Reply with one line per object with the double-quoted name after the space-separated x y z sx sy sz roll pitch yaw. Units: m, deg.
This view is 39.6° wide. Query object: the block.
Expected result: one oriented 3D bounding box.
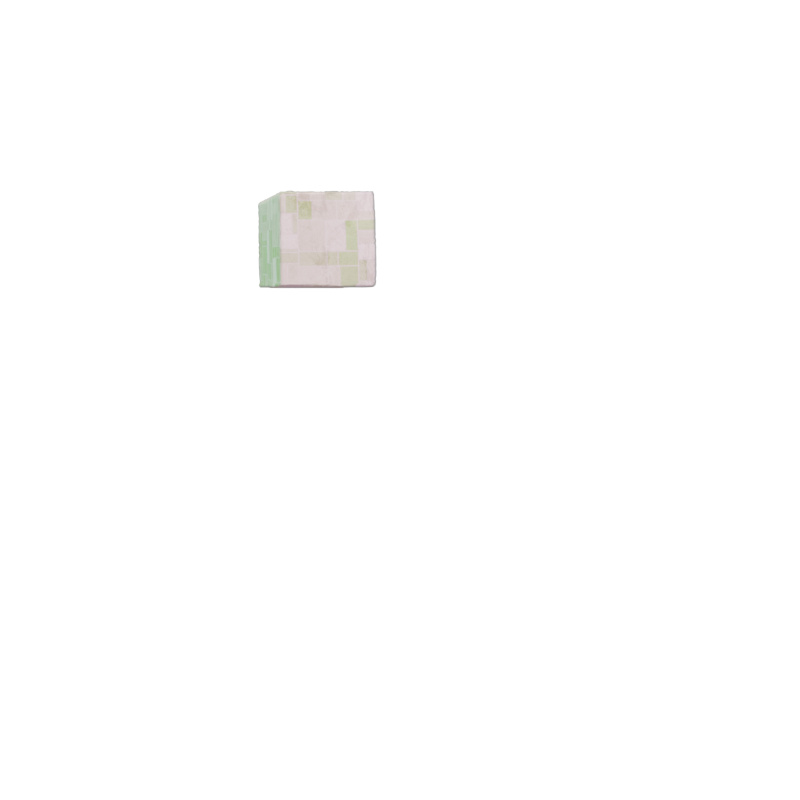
-0.048 -0.088 0.617 0.052 0.051 0.080 0 3 -15 "block"
